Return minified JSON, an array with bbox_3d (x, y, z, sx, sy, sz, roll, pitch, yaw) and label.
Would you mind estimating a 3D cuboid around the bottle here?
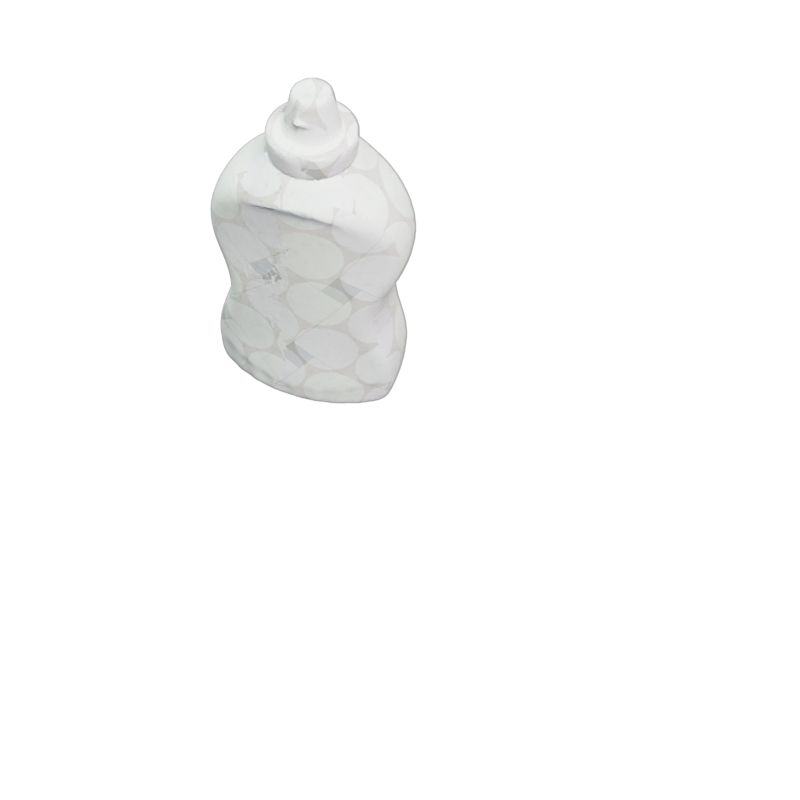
[{"bbox_3d":[-0.042,-0.075,0.530,0.098,0.061,0.179,18,-36,10],"label":"bottle"}]
